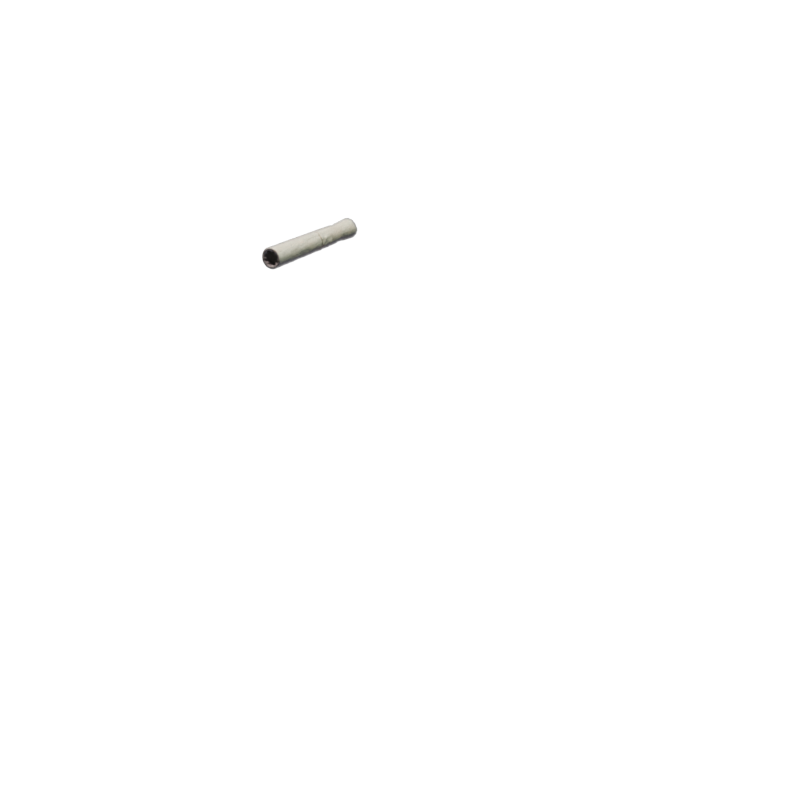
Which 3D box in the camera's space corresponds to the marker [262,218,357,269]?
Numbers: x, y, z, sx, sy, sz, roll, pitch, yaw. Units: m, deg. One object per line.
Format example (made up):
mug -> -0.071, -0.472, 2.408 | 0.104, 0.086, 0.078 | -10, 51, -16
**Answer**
marker -> -0.075, -0.137, 0.957 | 0.020, 0.019, 0.121 | 2, 21, 33
